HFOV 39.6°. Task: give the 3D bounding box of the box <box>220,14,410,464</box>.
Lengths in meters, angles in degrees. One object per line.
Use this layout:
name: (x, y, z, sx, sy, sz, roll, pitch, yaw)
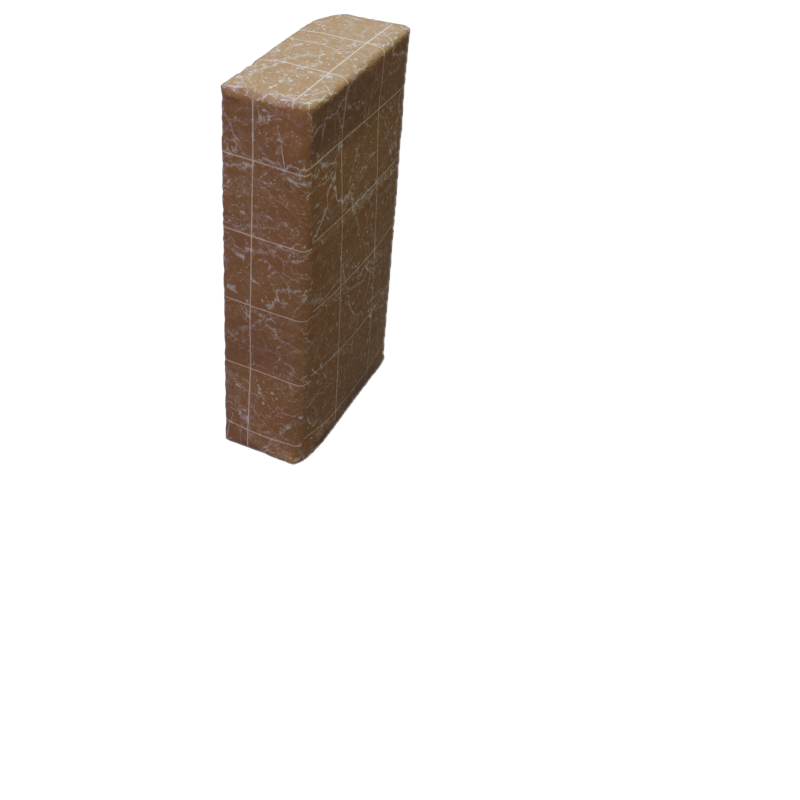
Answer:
box: (-0.038, -0.068, 0.478, 0.050, 0.165, 0.096, 15, 36, 19)
